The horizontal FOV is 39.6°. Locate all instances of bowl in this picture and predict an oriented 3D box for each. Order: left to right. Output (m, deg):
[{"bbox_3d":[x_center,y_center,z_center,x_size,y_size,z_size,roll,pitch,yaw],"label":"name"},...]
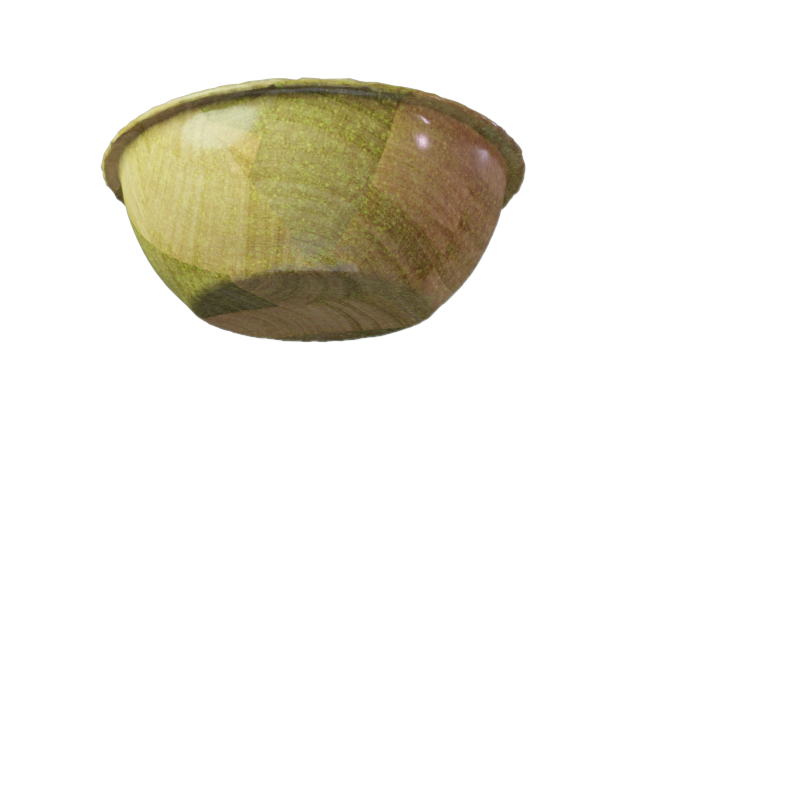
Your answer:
[{"bbox_3d":[-0.033,-0.060,0.420,0.162,0.057,0.156,0,-14,-2],"label":"bowl"}]
